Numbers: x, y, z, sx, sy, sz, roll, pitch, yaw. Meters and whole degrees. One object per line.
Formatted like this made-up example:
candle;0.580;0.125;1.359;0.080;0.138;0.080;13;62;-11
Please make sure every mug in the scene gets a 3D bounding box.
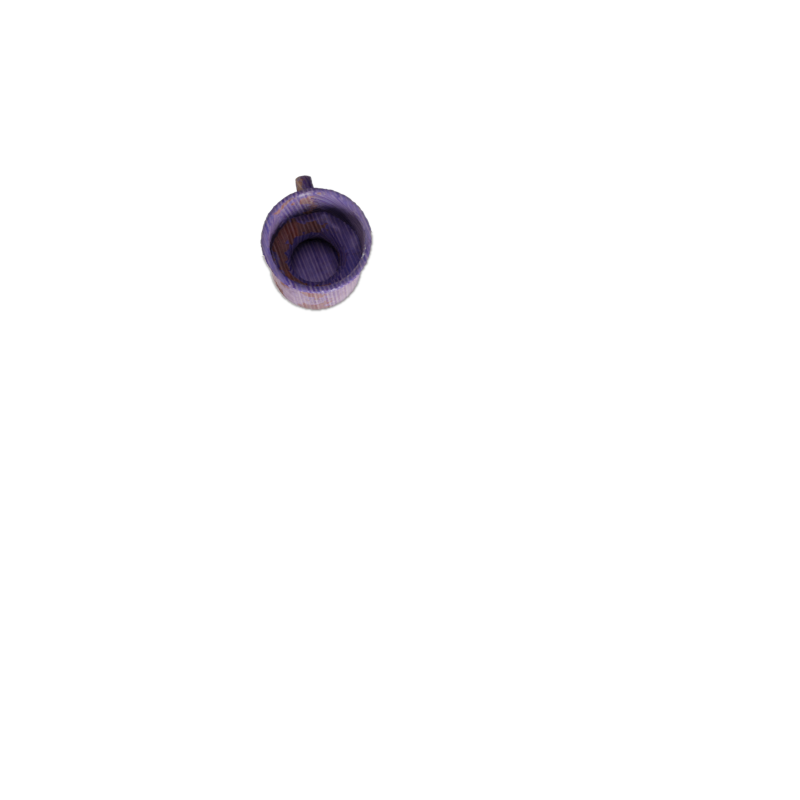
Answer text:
mug;-0.075;-0.138;0.963;0.093;0.122;0.078;-13;-16;-5
